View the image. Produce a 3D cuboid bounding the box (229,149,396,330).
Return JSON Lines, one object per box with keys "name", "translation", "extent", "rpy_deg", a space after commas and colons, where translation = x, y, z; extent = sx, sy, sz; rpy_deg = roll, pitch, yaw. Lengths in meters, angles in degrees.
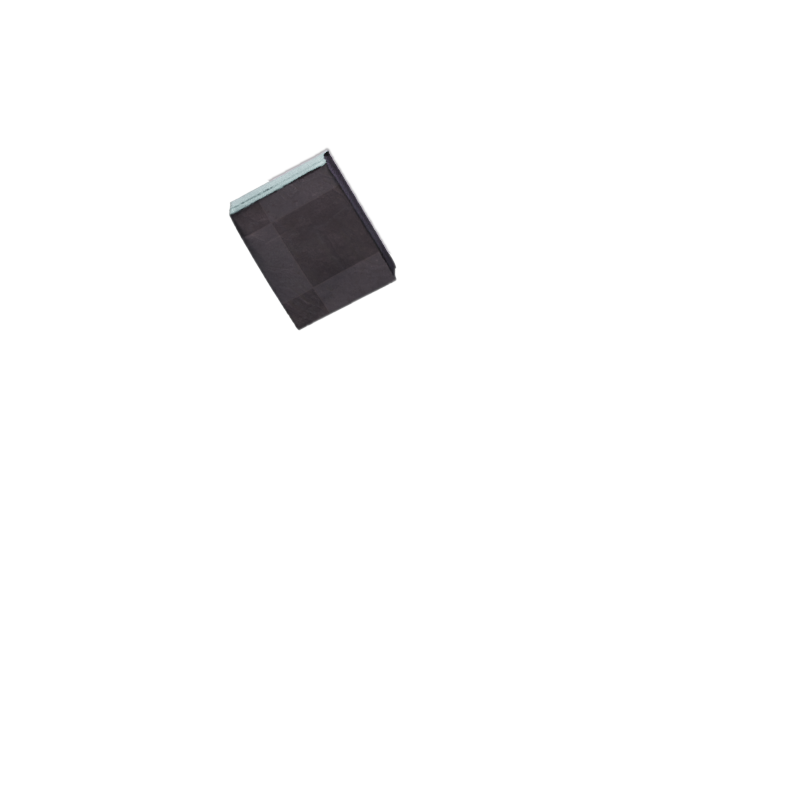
{"name": "box", "translation": [-0.067, -0.122, 0.856], "extent": [0.090, 0.108, 0.041], "rpy_deg": [-27, 21, 11]}
